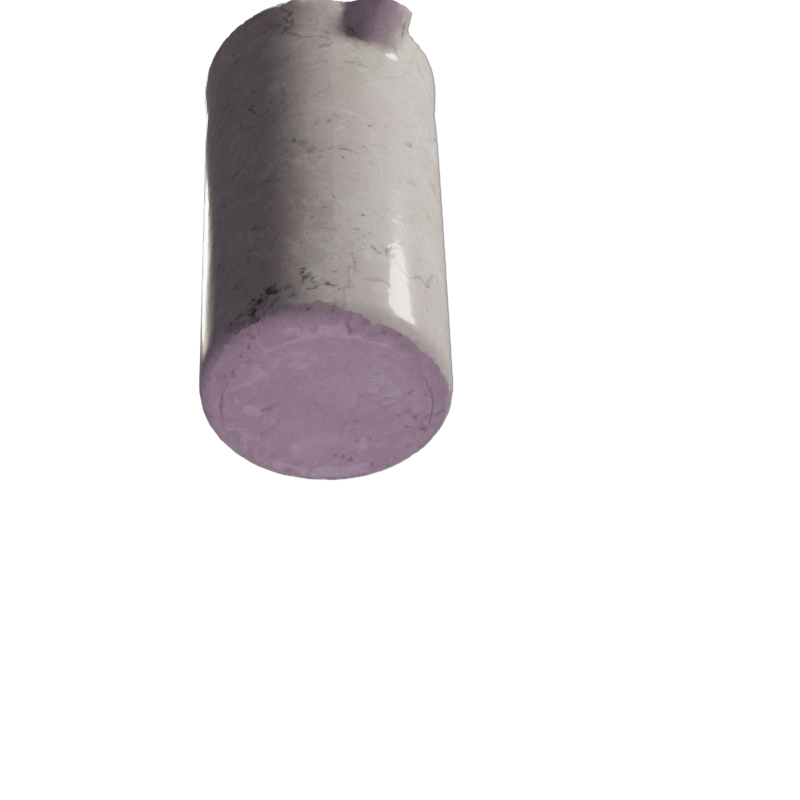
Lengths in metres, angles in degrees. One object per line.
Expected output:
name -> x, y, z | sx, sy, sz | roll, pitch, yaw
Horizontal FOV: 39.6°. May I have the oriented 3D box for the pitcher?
pitcher -> -0.044, -0.080, 0.559 | 0.146, 0.261, 0.138 | -11, -46, 7
